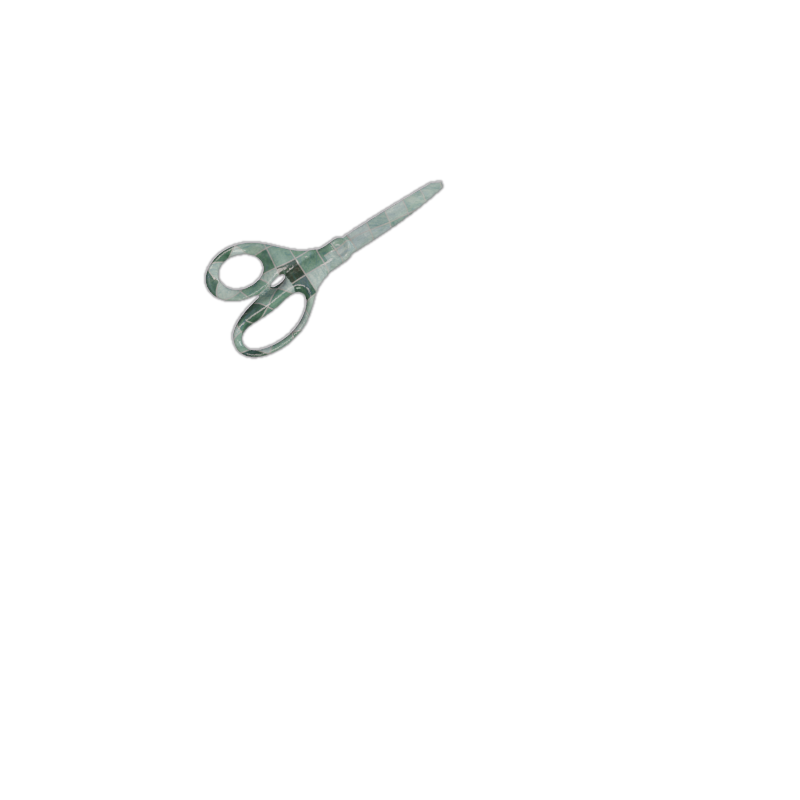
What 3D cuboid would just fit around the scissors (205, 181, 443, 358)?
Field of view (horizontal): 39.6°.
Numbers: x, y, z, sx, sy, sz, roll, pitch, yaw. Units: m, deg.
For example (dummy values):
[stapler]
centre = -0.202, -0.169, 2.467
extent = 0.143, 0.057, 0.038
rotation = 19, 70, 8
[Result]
[scissors]
centre = -0.066, -0.121, 0.849
extent = 0.098, 0.204, 0.015
rotation = 39, -11, 9
